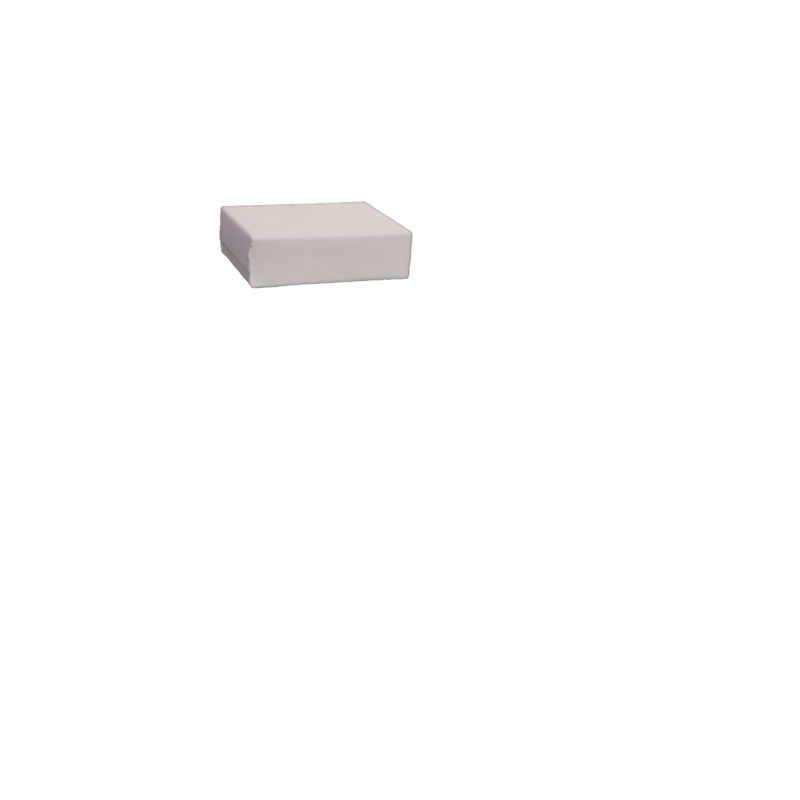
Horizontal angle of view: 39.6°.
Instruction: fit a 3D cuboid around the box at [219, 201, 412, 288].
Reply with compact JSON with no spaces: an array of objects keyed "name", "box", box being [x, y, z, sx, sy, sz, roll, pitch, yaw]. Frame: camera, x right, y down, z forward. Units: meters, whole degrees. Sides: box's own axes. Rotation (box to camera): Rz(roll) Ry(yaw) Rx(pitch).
[{"name":"box","box":[-0.059,-0.108,0.758,0.111,0.037,0.095,-7,22,-18]}]
